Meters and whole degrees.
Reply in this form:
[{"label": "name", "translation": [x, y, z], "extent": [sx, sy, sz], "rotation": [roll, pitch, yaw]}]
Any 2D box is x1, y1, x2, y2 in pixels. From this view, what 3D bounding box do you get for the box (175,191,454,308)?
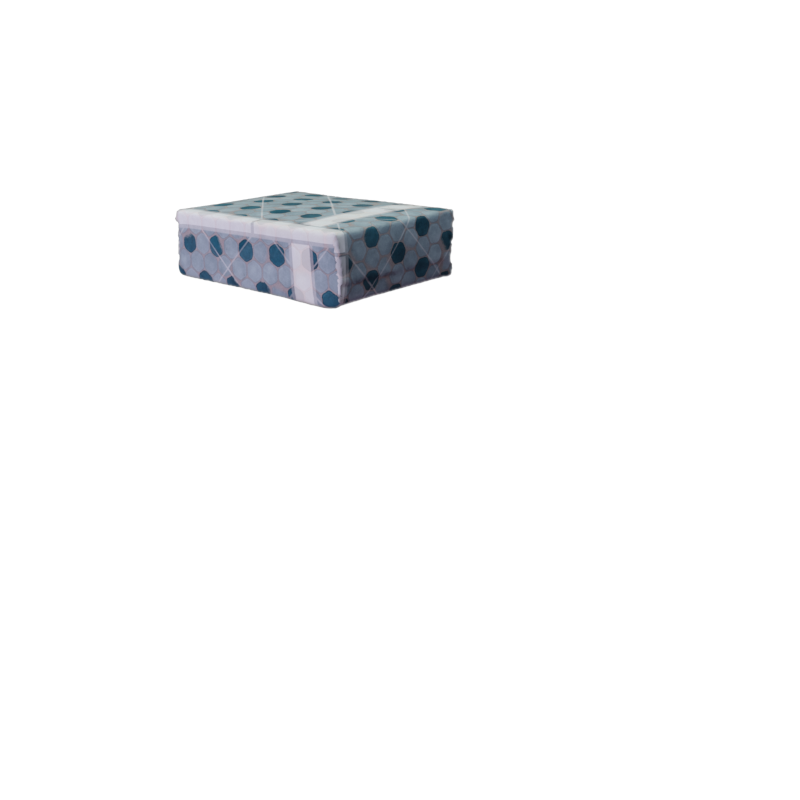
[{"label": "box", "translation": [-0.044, -0.080, 0.560], "extent": [0.120, 0.037, 0.088], "rotation": [16, 25, 38]}]
